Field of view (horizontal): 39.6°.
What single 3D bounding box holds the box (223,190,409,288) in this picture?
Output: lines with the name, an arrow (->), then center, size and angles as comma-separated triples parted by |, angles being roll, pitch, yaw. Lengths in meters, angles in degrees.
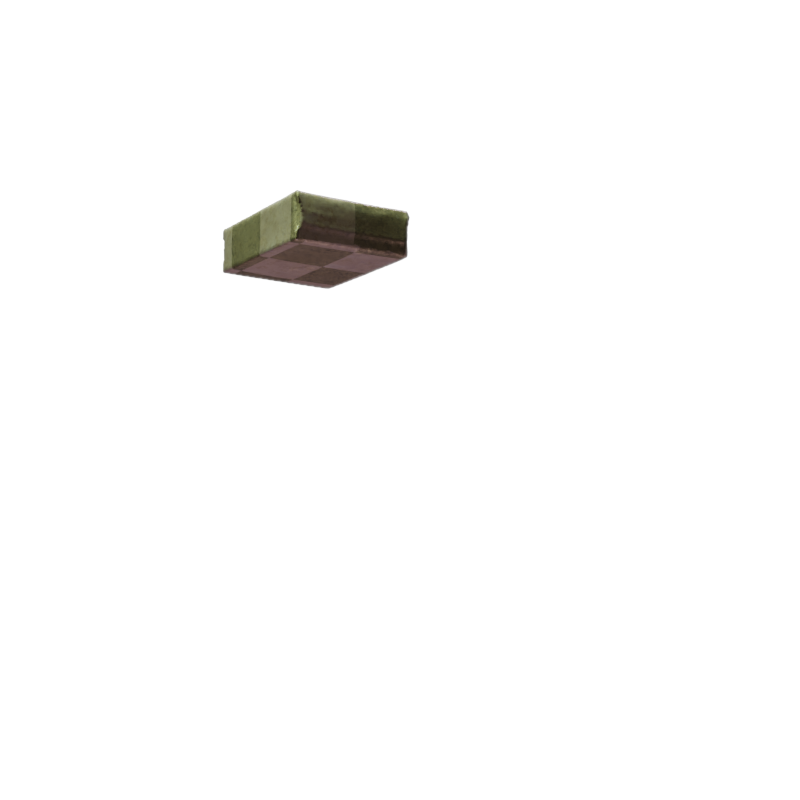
box -> -0.049, -0.090, 0.629 | 0.070, 0.031, 0.090 | 6, -11, -32
